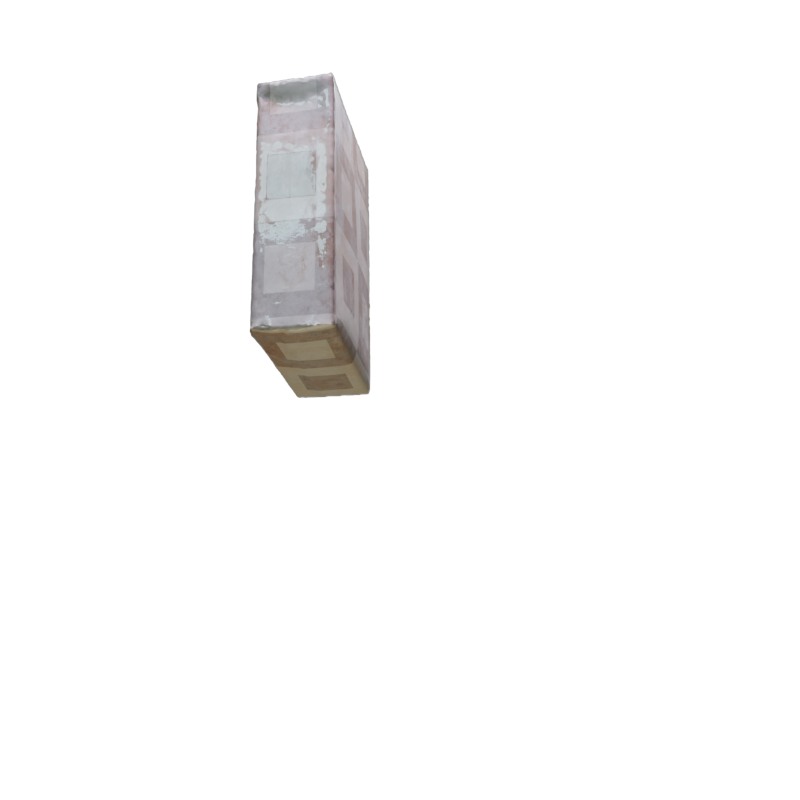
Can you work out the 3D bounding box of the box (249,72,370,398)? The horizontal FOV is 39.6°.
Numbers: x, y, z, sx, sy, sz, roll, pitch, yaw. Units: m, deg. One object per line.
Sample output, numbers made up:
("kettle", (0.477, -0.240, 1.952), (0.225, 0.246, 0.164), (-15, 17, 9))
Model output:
("box", (-0.070, -0.128, 0.893), (0.072, 0.225, 0.154), (-5, -22, 8))
